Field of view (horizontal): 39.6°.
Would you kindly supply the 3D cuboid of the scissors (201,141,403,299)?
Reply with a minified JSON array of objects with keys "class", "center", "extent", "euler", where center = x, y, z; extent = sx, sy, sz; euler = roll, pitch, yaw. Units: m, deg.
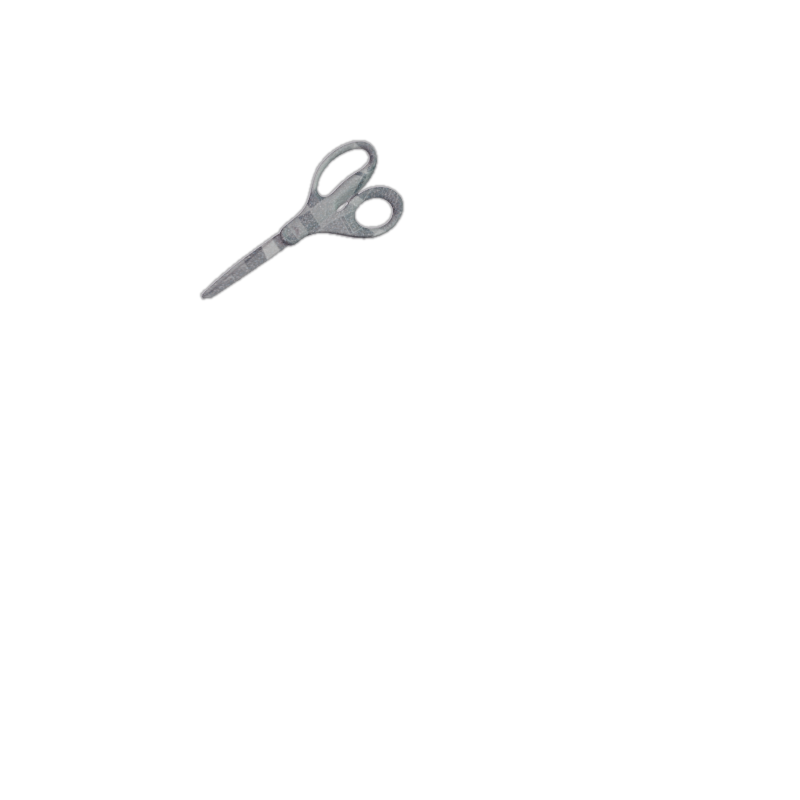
[{"class":"scissors","center":[-0.077,-0.141,0.988],"extent":[0.097,0.203,0.015],"euler":[37,-7,5]}]
